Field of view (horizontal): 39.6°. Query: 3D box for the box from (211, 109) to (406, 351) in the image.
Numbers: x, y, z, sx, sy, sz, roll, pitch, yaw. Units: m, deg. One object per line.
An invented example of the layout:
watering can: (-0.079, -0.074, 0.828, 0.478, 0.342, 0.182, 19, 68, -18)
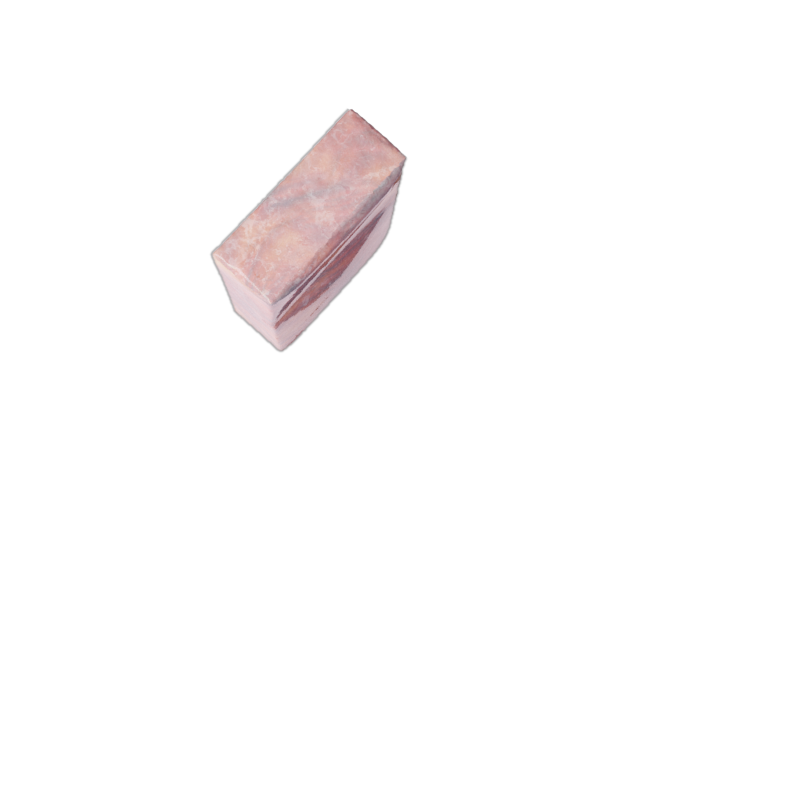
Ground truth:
box: (-0.075, -0.137, 0.961, 0.073, 0.166, 0.208, 41, -9, 2)
